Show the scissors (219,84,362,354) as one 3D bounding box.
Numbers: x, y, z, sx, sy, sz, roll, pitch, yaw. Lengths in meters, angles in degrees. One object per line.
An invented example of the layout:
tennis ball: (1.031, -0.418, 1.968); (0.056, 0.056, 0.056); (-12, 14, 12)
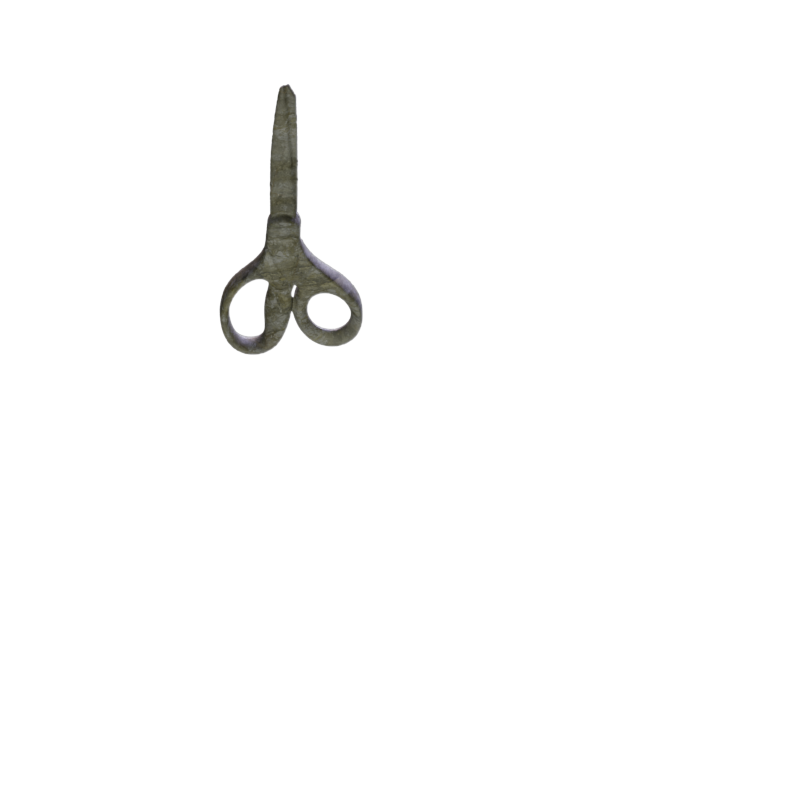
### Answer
scissors: (-0.050, -0.091, 0.636); (0.094, 0.017, 0.192); (14, -44, -15)
